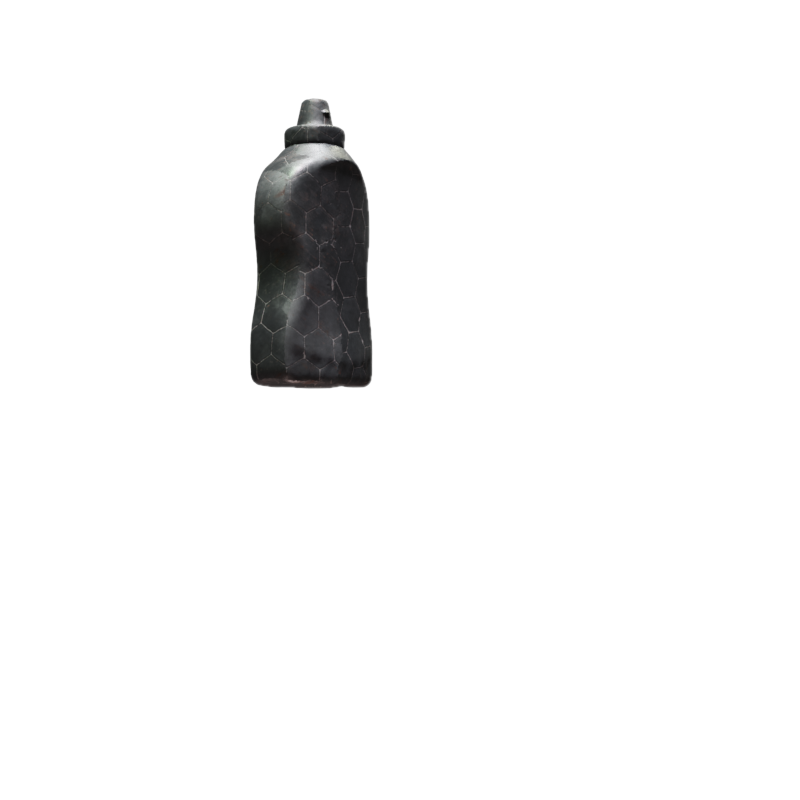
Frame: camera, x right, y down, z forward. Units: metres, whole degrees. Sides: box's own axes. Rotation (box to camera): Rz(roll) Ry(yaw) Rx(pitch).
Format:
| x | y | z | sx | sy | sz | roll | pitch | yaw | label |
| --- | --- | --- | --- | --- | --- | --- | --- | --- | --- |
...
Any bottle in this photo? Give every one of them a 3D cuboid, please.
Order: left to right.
| x | y | z | sx | sy | sz | roll | pitch | yaw | label |
| --- | --- | --- | --- | --- | --- | --- | --- | --- | --- |
| -0.057 | -0.105 | 0.735 | 0.060 | 0.196 | 0.091 | -7 | -10 | 37 | bottle |
